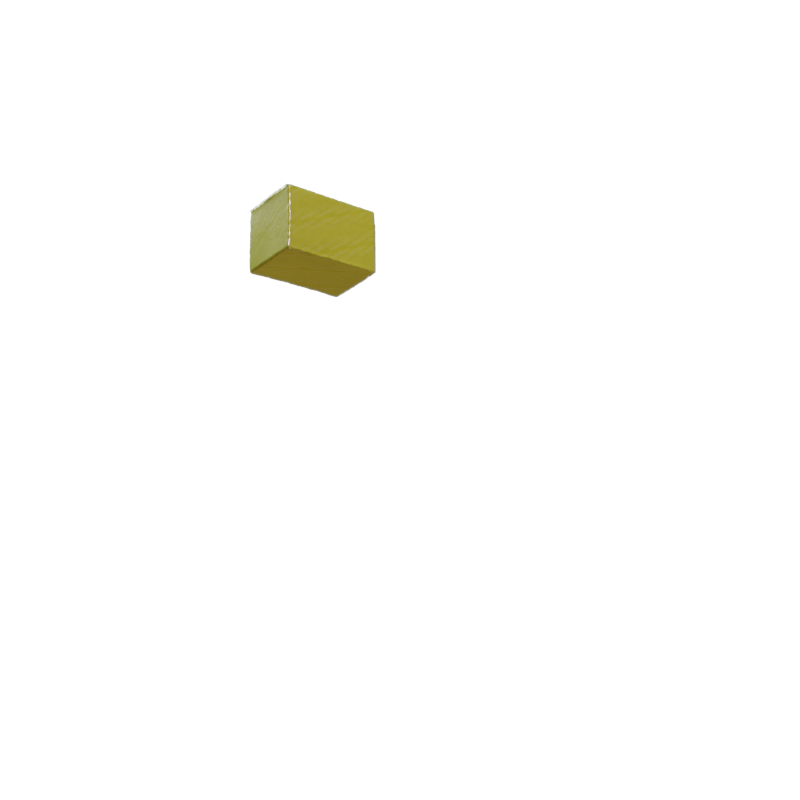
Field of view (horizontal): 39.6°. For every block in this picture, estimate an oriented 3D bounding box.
[{"bbox_3d":[-0.063,-0.114,0.801,0.074,0.054,0.053,15,-28,-33],"label":"block"}]
